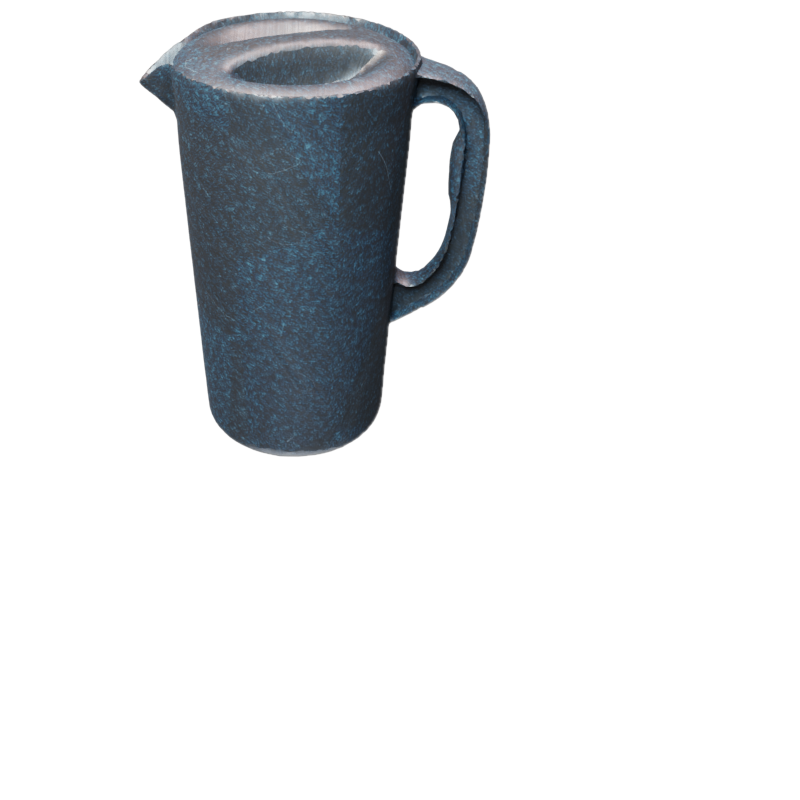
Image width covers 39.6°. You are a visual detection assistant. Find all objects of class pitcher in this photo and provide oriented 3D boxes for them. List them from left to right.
[{"bbox_3d":[-0.050,-0.091,0.636,0.144,0.228,0.160,-25,41,-35],"label":"pitcher"}]
